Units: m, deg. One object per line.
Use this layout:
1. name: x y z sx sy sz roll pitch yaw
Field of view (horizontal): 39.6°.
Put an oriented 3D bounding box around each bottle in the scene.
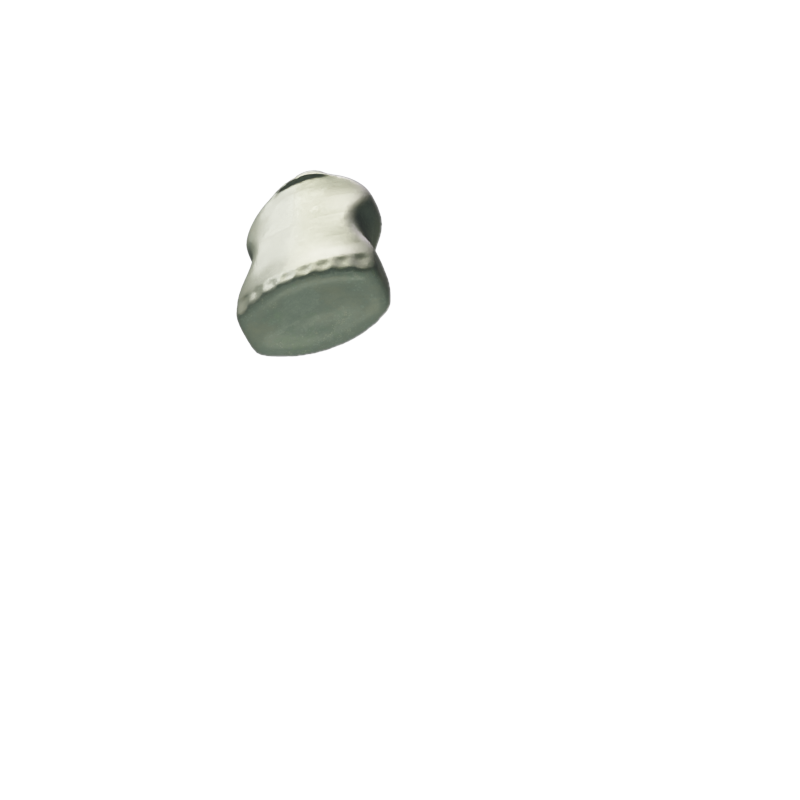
1. bottle: -0.060 -0.109 0.769 0.096 0.054 0.205 -21 34 11
